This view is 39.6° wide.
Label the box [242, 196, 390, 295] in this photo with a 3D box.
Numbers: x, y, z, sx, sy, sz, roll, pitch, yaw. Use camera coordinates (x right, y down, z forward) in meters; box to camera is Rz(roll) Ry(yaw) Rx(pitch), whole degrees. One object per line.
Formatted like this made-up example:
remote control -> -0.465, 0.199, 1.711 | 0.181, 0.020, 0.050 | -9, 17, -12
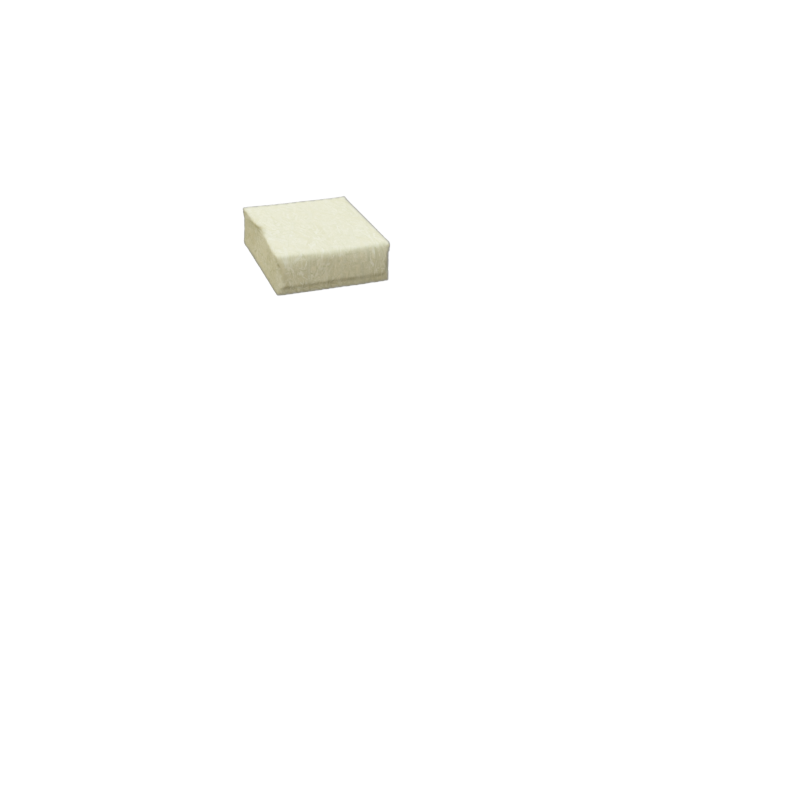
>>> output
box -> -0.056, -0.102, 0.711 | 0.072, 0.028, 0.096 | -9, 31, -17
